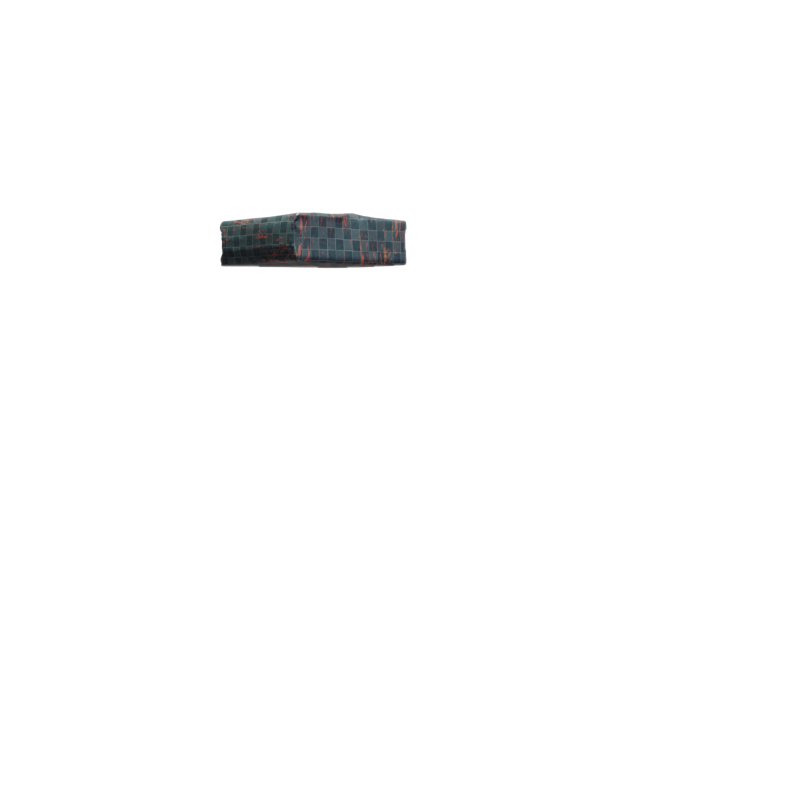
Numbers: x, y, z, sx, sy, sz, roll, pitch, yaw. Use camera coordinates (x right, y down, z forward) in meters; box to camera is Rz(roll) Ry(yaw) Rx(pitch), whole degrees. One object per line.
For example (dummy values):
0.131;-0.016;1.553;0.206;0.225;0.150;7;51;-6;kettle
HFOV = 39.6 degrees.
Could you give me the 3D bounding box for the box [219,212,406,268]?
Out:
-0.052;-0.095;0.665;0.086;0.030;0.076;-3;4;-42;box
